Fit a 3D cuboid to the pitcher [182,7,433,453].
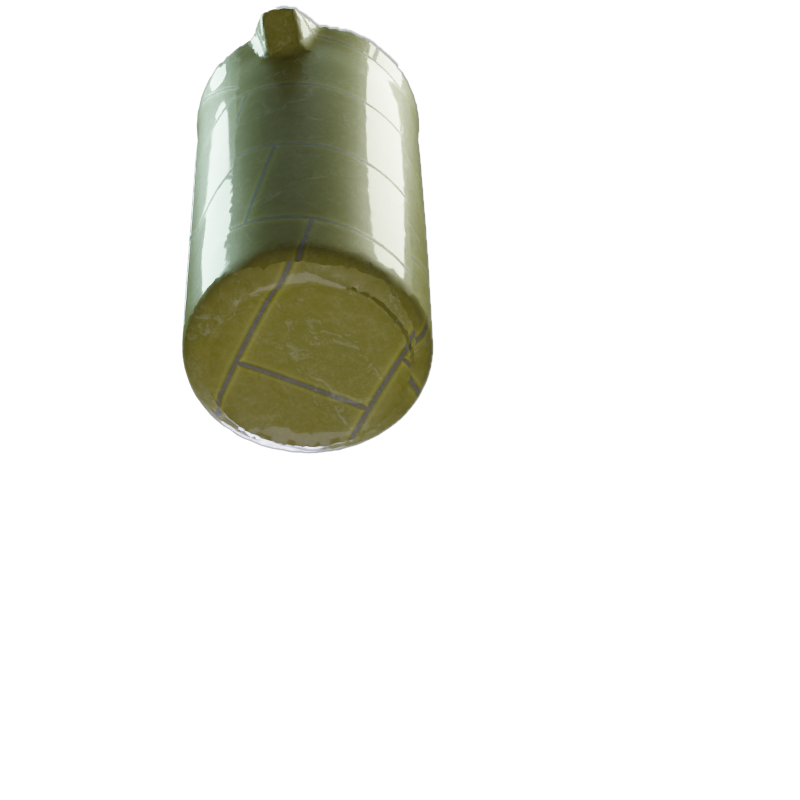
[{"bbox_3d":[-0.045,-0.082,0.575,0.143,0.142,0.260,29,29,-22],"label":"pitcher"}]
